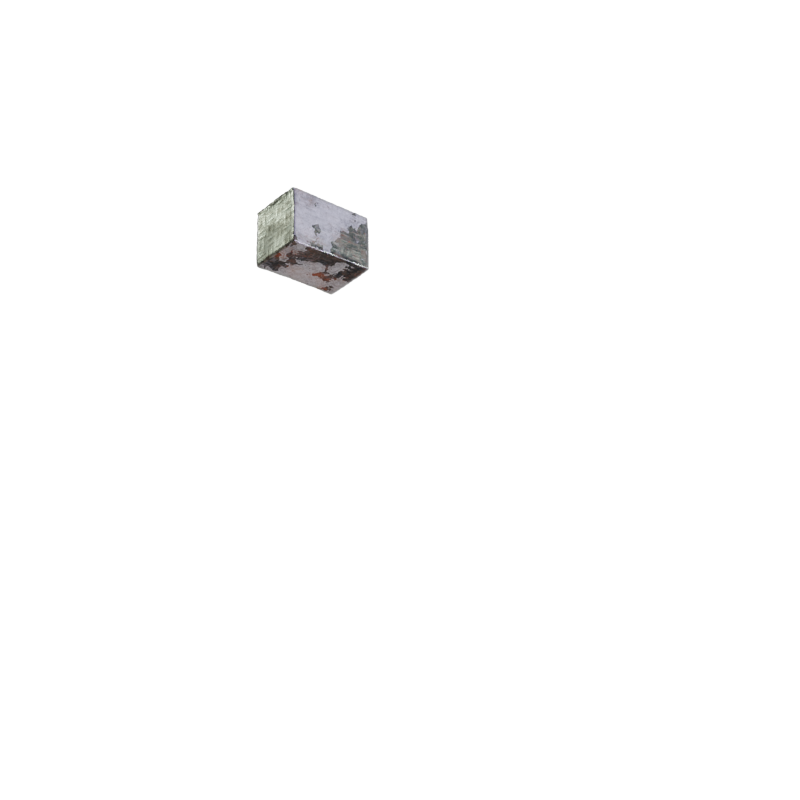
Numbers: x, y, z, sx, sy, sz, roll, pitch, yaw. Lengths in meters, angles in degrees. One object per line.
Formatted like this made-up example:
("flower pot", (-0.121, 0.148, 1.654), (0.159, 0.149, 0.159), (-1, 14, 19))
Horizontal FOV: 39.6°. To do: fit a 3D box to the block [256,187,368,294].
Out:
("block", (-0.070, -0.128, 0.899), (0.074, 0.054, 0.052), (20, -35, -35))
